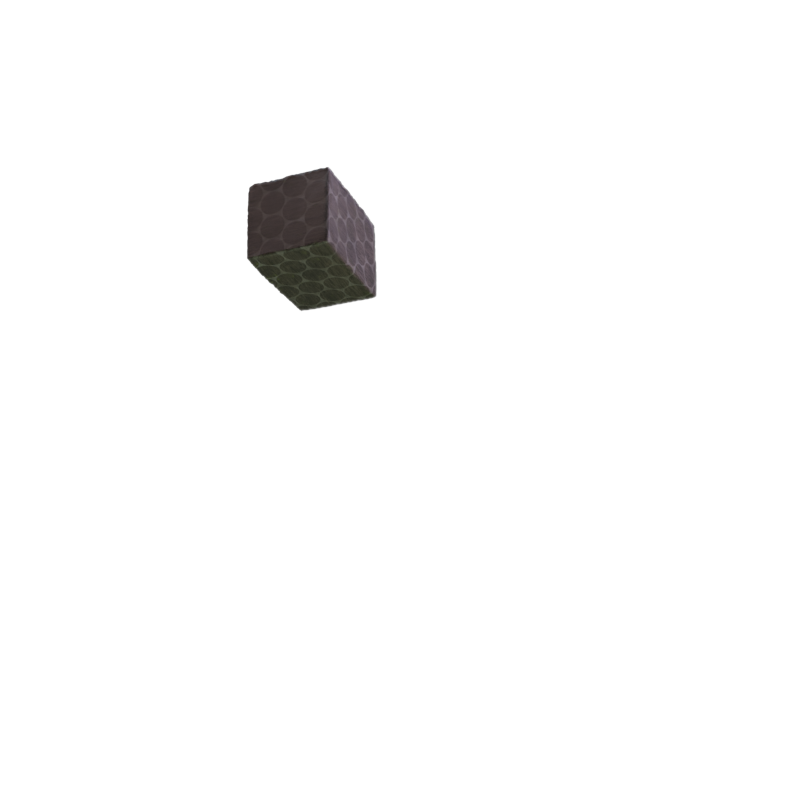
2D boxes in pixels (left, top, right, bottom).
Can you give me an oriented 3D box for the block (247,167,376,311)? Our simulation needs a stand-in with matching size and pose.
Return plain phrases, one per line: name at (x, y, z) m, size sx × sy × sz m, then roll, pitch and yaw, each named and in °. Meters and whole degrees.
block at (-0.052, -0.094, 0.661) m, size 0.053 × 0.054 × 0.072 m, roll -10°, pitch -26°, yaw 19°
